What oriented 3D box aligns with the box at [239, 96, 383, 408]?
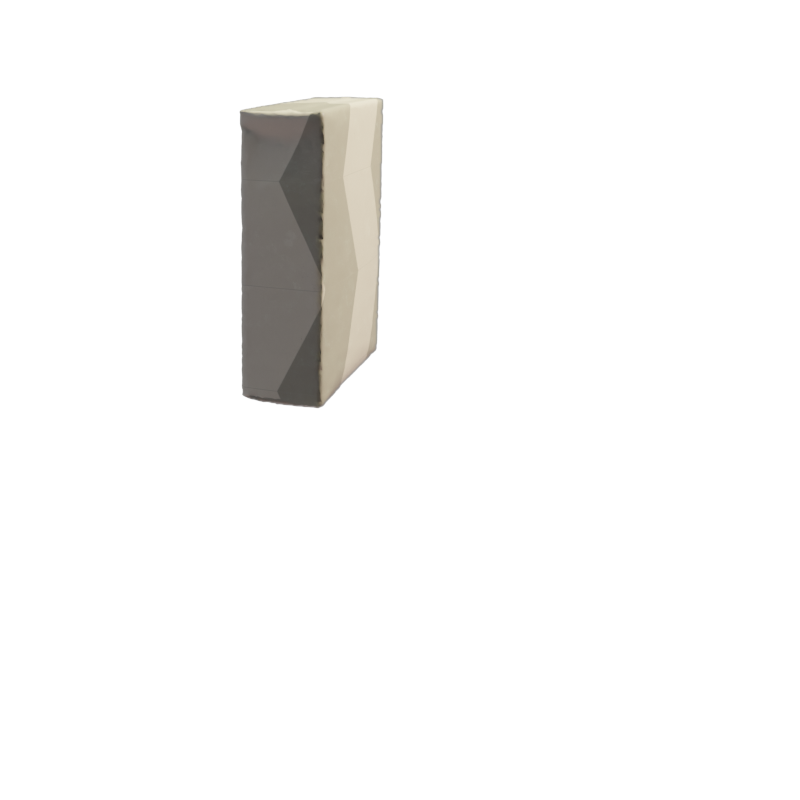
[{"bbox_3d":[-0.067,-0.122,0.852,0.073,0.208,0.165,4,14,14],"label":"box"}]
